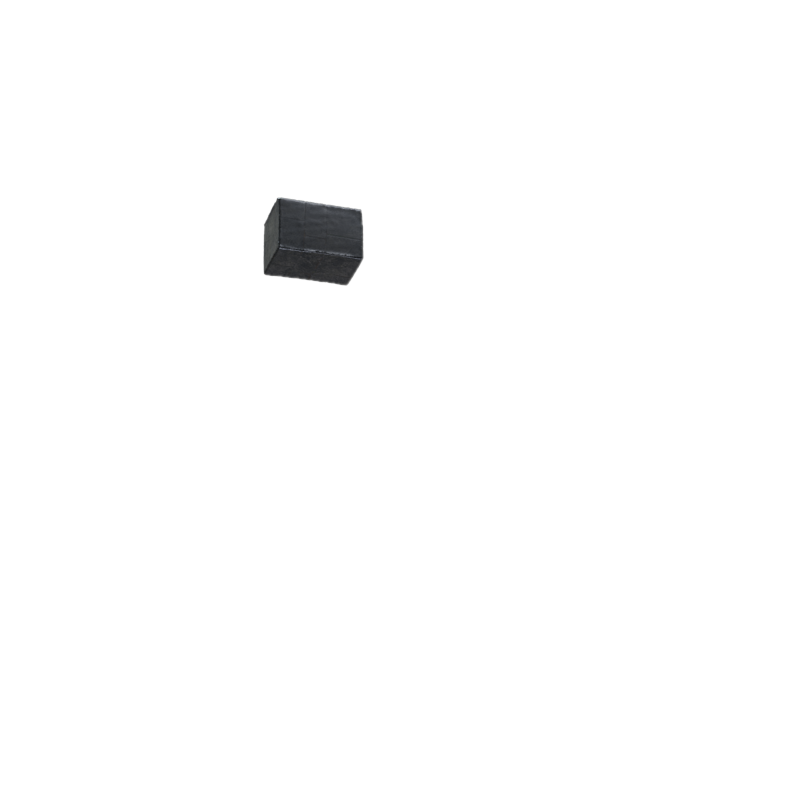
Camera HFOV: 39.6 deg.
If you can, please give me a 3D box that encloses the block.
[{"bbox_3d":[-0.075,-0.137,0.963,0.076,0.054,0.051,7,-27,-16],"label":"block"}]
